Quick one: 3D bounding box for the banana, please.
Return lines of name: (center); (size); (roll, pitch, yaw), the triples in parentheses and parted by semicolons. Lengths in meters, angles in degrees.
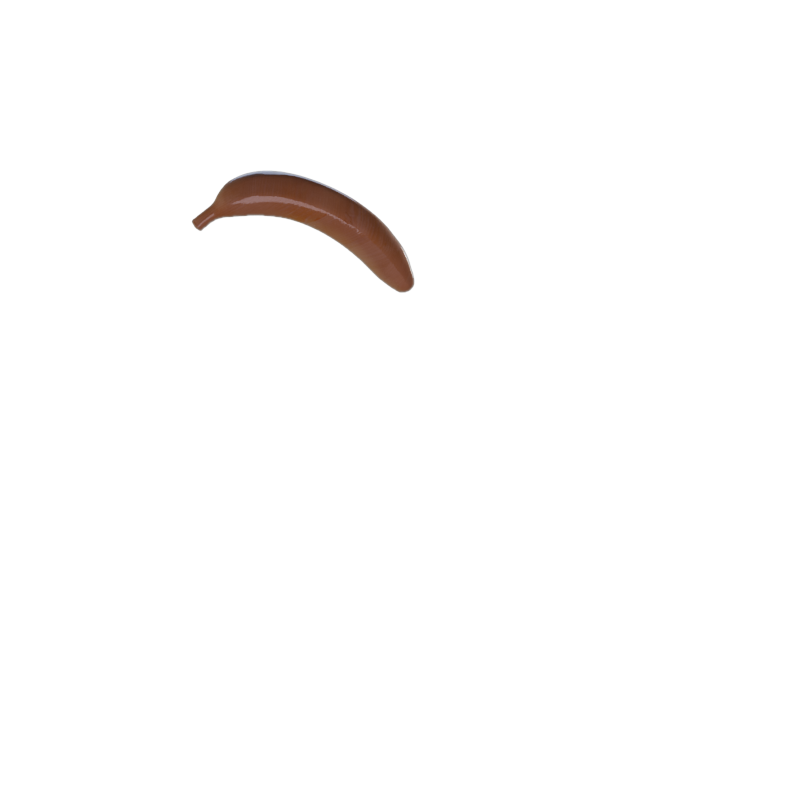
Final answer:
banana: (-0.069, -0.148, 0.924); (0.193, 0.067, 0.039); (17, 33, -12)
